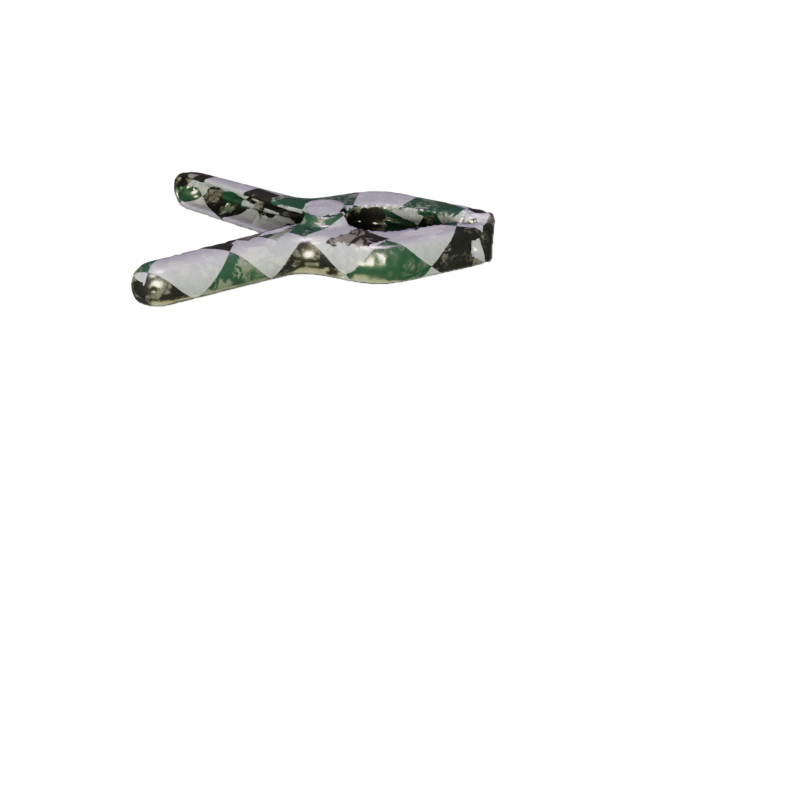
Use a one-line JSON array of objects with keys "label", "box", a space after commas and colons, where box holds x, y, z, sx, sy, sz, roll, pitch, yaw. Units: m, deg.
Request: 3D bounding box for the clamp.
[{"label": "clamp", "box": [-0.051, -0.093, 0.653, 0.212, 0.034, 0.173, 4, 31, 6]}]
